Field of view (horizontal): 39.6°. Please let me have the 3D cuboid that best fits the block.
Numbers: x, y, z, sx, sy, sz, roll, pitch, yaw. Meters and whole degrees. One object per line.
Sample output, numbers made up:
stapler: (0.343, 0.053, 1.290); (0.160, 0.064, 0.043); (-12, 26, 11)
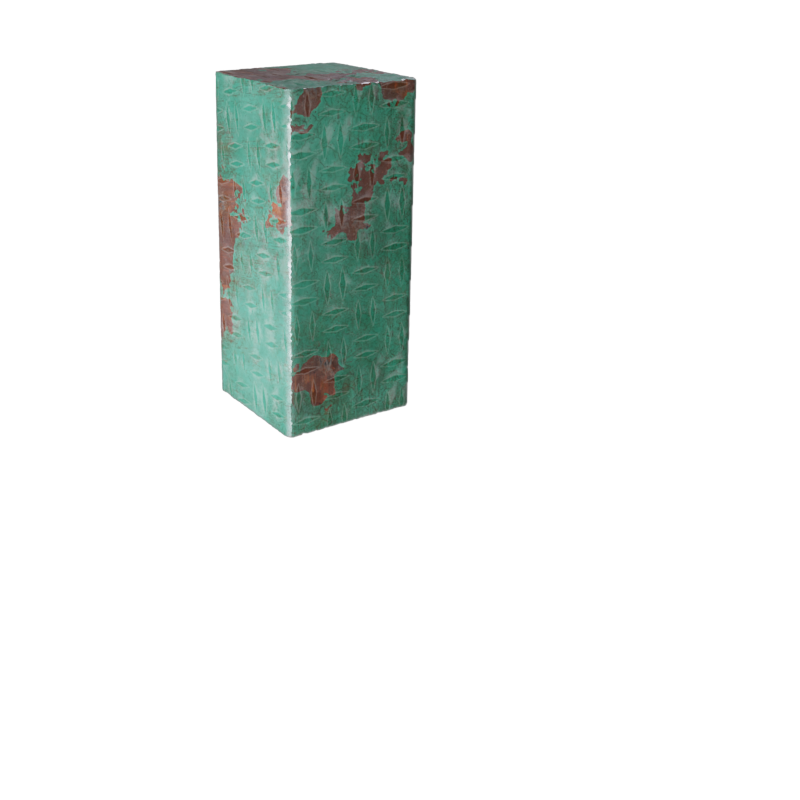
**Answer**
block: (-0.054, -0.098, 0.682); (0.089, 0.198, 0.096); (-11, 22, -34)
